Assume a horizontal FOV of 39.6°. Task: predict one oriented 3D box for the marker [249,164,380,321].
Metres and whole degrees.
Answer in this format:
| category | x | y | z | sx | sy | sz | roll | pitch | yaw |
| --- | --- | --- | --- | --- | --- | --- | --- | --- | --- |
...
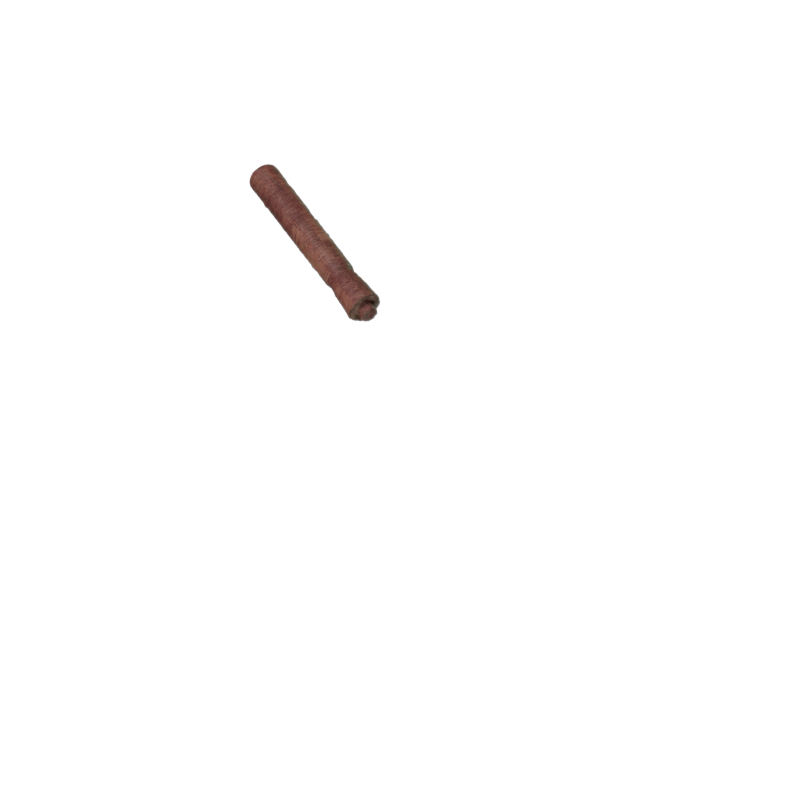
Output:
| category | x | y | z | sx | sy | sz | roll | pitch | yaw |
| --- | --- | --- | --- | --- | --- | --- | --- | --- | --- |
| marker | -0.047 | -0.086 | 0.605 | 0.019 | 0.019 | 0.130 | -2 | 43 | -39 |
